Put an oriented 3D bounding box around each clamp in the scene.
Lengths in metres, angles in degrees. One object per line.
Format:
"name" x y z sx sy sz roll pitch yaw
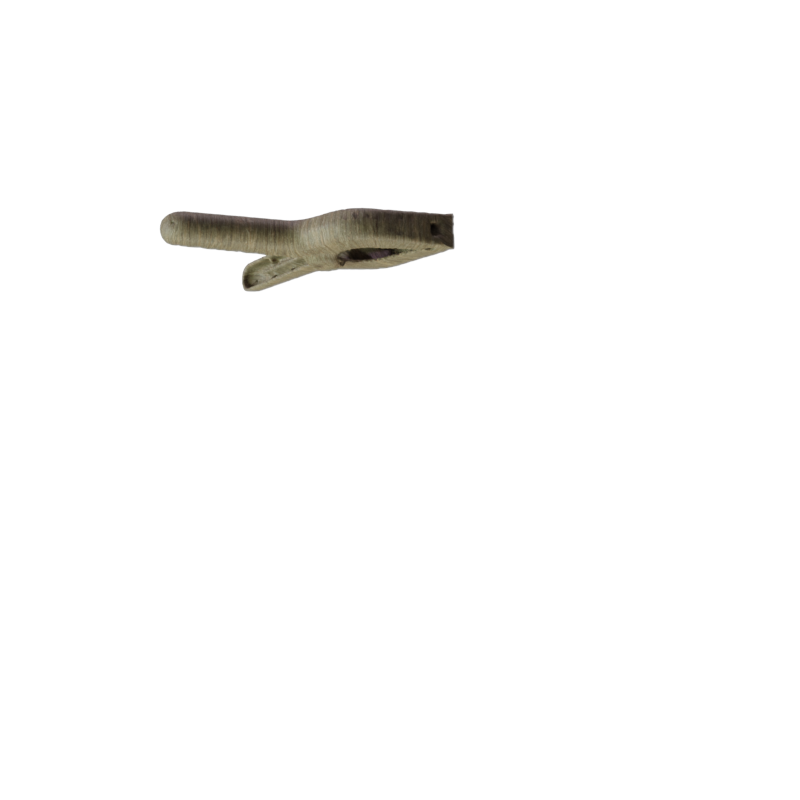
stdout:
"clamp" -0.066 -0.120 0.841 0.215 0.037 0.156 -4 -9 24
